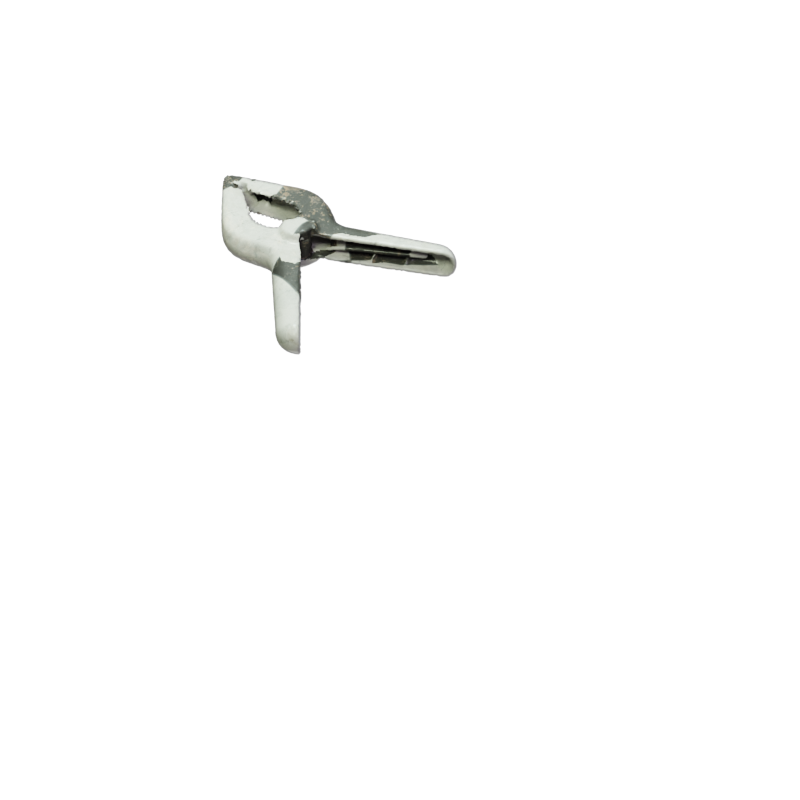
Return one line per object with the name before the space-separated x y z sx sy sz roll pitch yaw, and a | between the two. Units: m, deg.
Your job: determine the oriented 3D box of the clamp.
clamp | -0.070 -0.127 0.891 0.163 0.034 0.227 -22 45 -24
